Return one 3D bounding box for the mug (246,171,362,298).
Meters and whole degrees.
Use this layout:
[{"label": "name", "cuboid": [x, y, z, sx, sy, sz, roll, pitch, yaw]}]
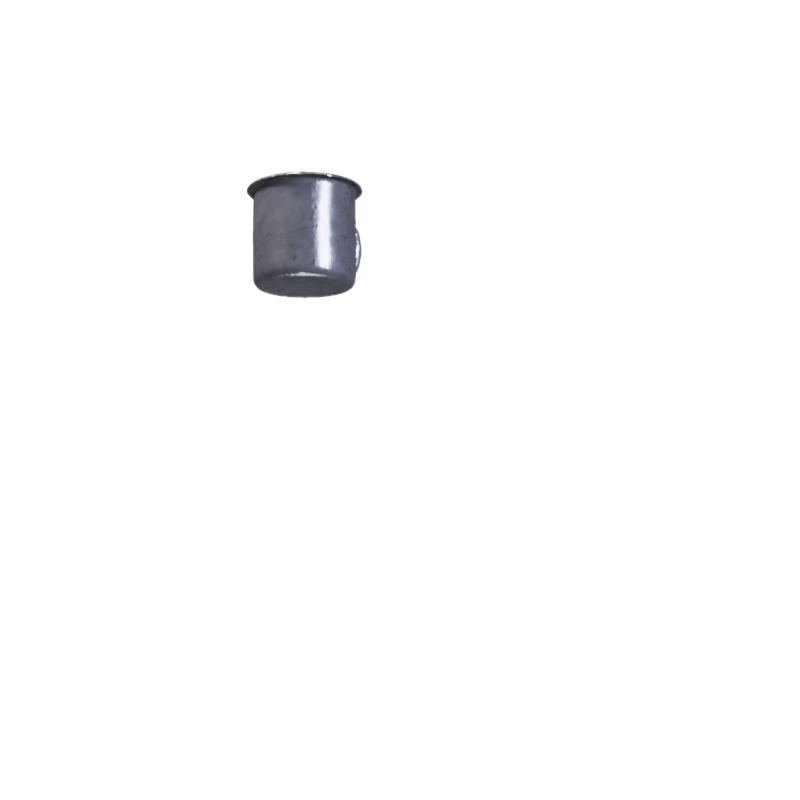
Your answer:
[{"label": "mug", "cuboid": [-0.070, -0.128, 0.893, 0.095, 0.084, 0.111, -8, -13, 32]}]
